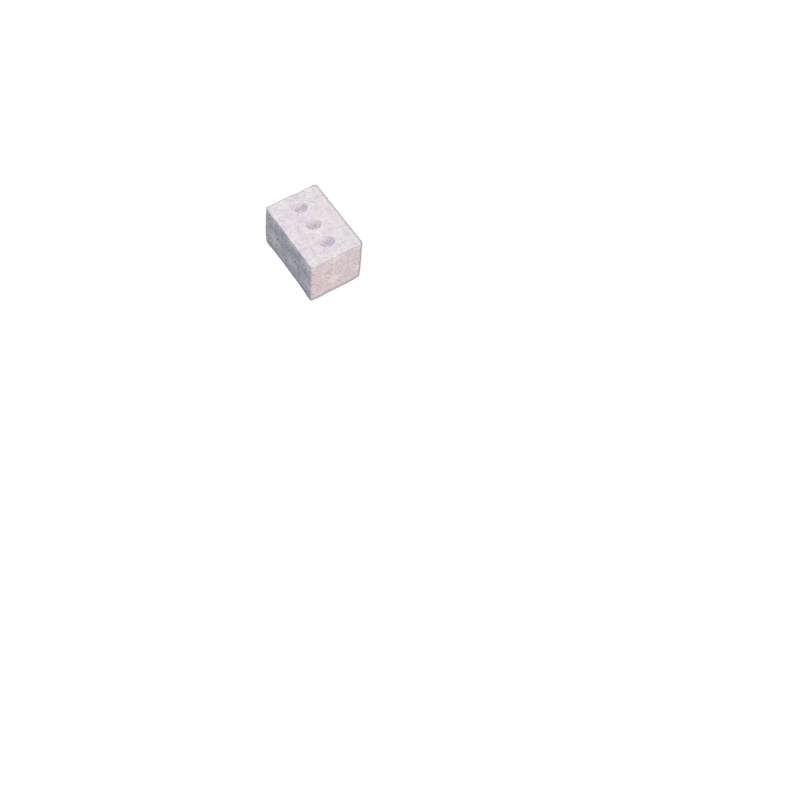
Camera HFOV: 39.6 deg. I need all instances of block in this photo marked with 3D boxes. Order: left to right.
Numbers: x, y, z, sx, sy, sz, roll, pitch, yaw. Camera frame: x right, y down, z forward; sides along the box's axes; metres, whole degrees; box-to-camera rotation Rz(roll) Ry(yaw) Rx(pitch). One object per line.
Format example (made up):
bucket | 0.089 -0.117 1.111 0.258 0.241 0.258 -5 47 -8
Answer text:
block | -0.075 -0.136 0.954 0.053 0.083 0.048 -27 -30 -19
